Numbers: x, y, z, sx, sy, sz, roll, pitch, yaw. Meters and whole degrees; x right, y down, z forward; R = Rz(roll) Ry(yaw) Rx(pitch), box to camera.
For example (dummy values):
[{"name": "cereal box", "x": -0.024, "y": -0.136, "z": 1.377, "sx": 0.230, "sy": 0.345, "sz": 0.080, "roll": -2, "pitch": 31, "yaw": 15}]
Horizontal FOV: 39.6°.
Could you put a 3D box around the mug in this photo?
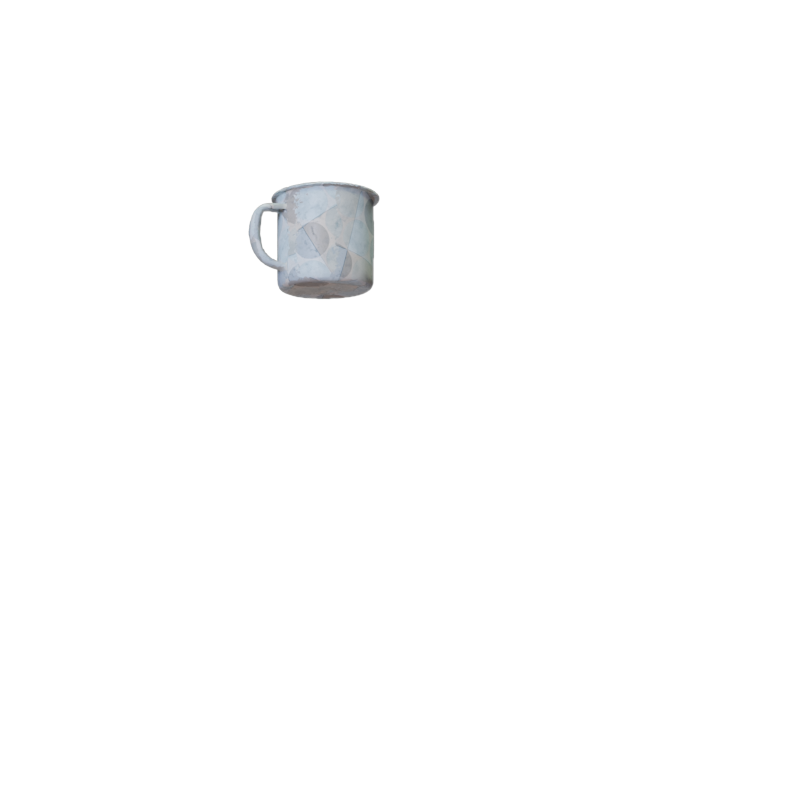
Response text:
[{"name": "mug", "x": -0.073, "y": -0.134, "z": 0.936, "sx": 0.112, "sy": 0.084, "sz": 0.094, "roll": 6, "pitch": -13, "yaw": -33}]
